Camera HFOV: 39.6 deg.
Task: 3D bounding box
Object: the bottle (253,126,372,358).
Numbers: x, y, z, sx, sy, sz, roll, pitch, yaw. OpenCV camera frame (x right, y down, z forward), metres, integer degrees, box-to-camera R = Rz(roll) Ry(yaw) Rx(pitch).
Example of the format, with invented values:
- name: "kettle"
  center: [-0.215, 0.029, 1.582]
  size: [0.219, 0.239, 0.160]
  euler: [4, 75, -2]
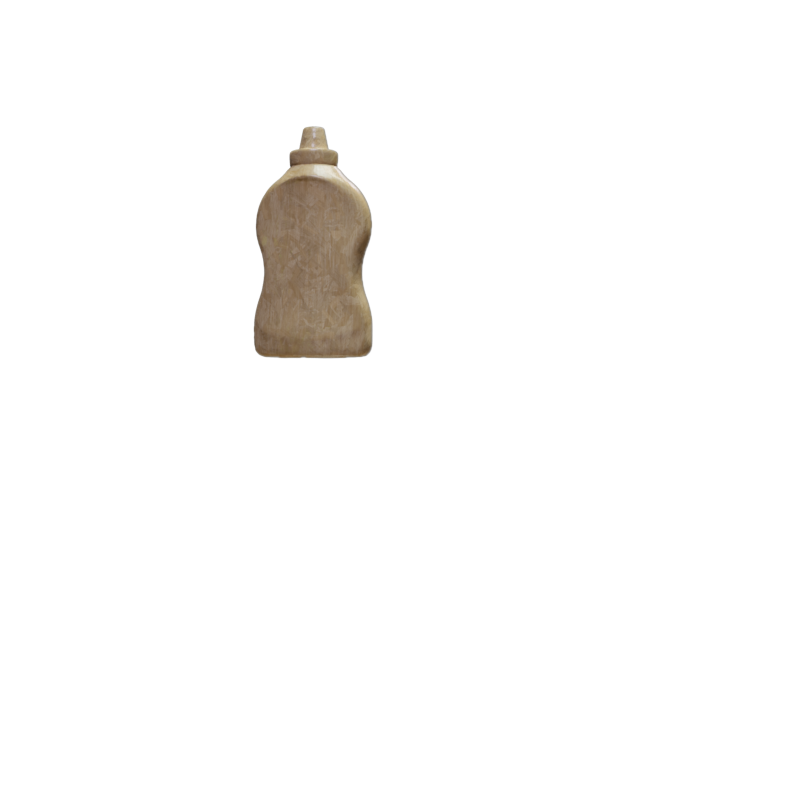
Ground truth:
- name: "bottle"
  center: [-0.072, -0.131, 0.921]
  size: [0.098, 0.194, 0.057]
  euler: [-1, -4, 16]
